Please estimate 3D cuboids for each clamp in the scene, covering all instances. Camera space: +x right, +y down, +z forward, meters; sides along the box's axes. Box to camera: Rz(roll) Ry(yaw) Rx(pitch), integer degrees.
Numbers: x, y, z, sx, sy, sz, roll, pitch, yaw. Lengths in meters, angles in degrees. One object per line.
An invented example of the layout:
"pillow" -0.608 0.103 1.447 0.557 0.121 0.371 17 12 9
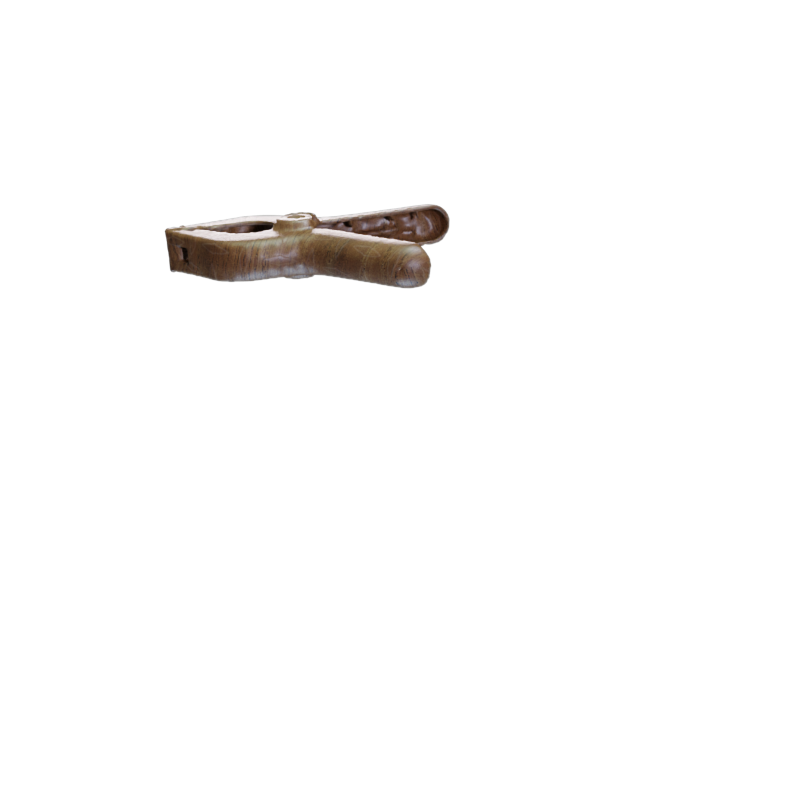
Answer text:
"clamp" -0.052 -0.095 0.662 0.176 0.038 0.120 6 17 19
